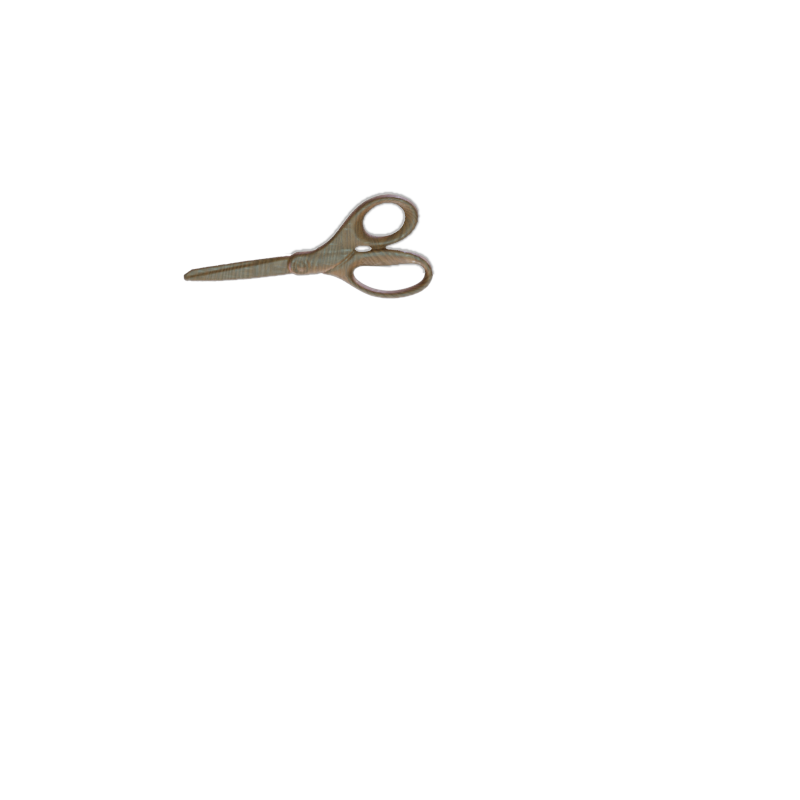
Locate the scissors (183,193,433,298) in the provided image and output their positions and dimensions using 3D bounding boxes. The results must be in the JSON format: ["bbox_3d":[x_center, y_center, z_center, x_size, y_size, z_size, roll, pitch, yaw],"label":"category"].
[{"bbox_3d":[-0.070,-0.128,0.900,0.201,0.093,0.016,8,17,-2],"label":"scissors"}]
